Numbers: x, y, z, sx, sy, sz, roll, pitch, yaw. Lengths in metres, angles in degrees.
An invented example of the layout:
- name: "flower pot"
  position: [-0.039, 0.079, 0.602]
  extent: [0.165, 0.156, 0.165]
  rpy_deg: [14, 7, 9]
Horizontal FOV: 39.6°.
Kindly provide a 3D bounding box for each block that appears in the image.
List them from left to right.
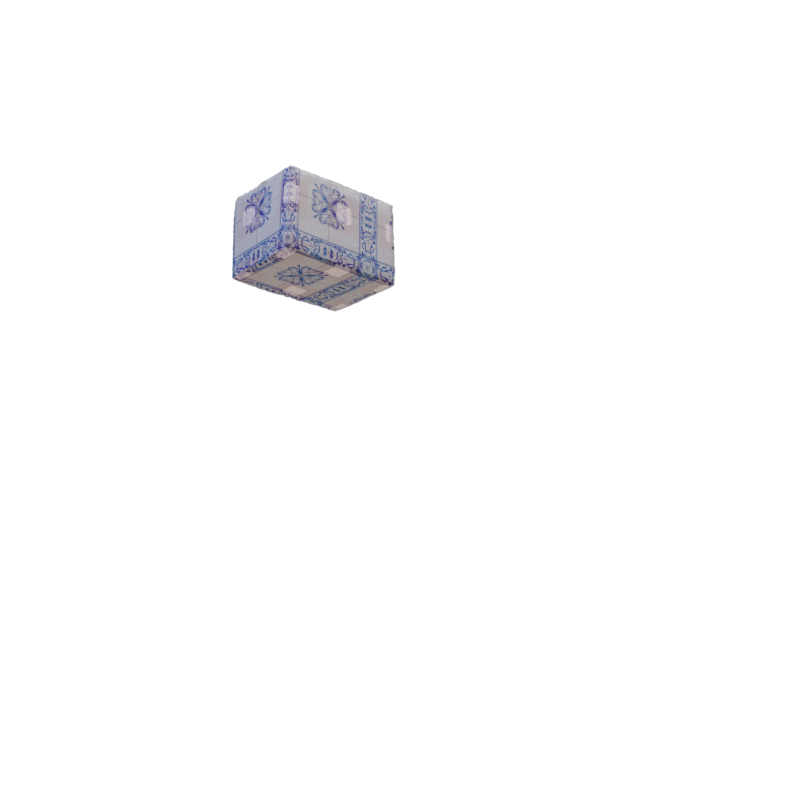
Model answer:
- name: "block"
  position: [-0.049, -0.089, 0.620]
  extent: [0.074, 0.054, 0.053]
  rpy_deg: [16, -27, -38]
